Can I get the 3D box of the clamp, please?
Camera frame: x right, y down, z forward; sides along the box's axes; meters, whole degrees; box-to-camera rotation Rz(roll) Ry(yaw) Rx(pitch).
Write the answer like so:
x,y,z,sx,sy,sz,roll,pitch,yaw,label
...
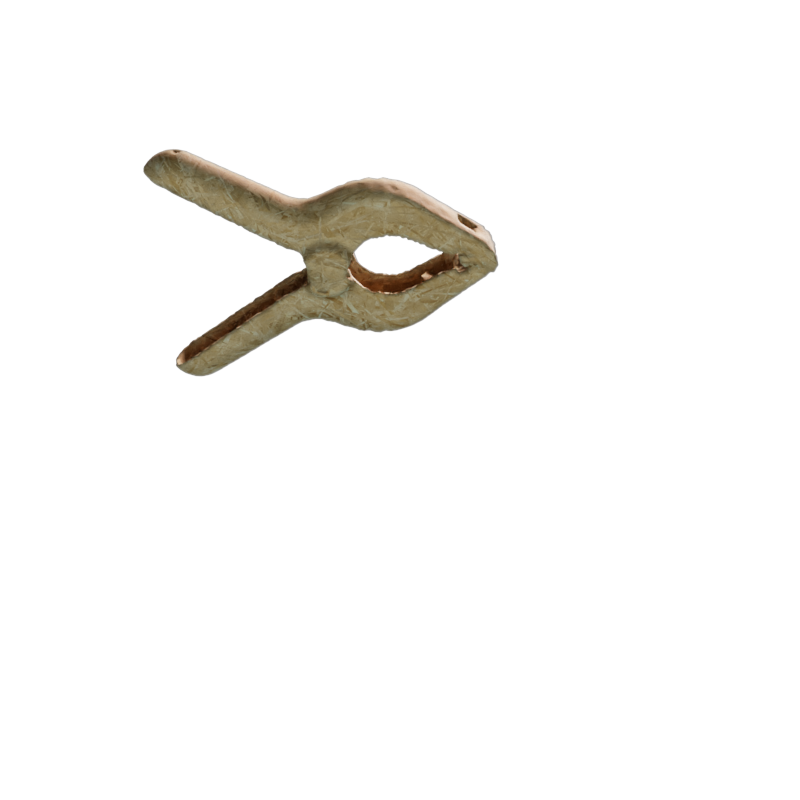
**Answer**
x,y,z,sx,sy,sz,roll,pitch,yaw,label
-0.042,-0.077,0.539,0.172,0.112,0.042,-11,32,7,clamp
